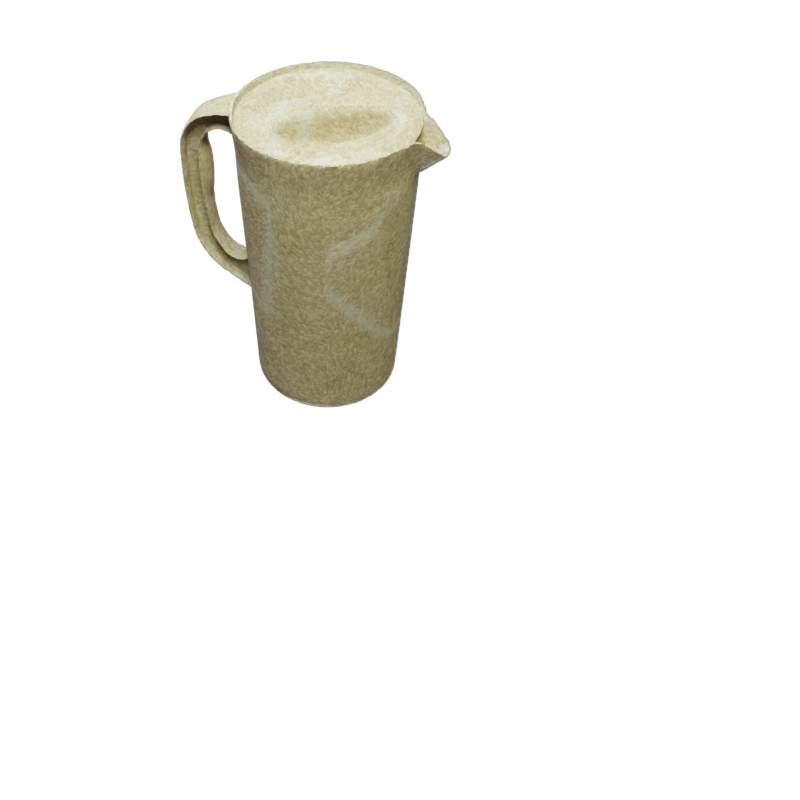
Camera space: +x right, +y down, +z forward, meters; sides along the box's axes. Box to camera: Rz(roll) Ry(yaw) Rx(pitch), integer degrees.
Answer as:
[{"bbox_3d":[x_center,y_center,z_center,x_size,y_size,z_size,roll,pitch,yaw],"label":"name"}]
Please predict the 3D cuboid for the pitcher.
[{"bbox_3d":[-0.063,-0.116,0.810,0.144,0.227,0.161,-22,47,-25],"label":"pitcher"}]
